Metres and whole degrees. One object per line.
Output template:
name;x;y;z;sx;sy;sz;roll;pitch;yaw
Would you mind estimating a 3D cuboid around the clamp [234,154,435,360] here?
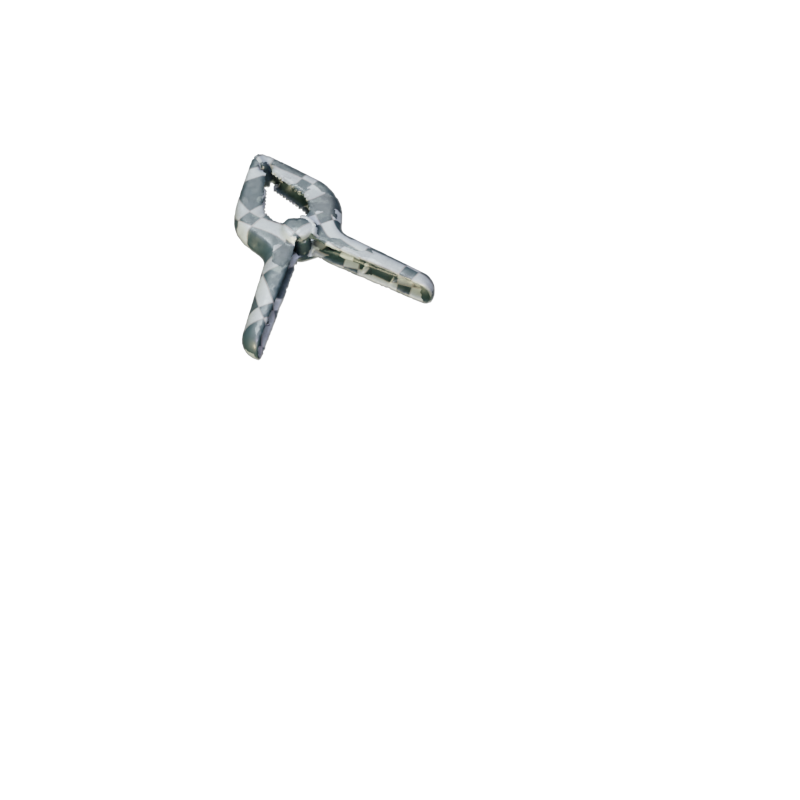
clamp;-0.074;-0.135;0.949;0.163;0.227;0.034;-13;-38;-10
